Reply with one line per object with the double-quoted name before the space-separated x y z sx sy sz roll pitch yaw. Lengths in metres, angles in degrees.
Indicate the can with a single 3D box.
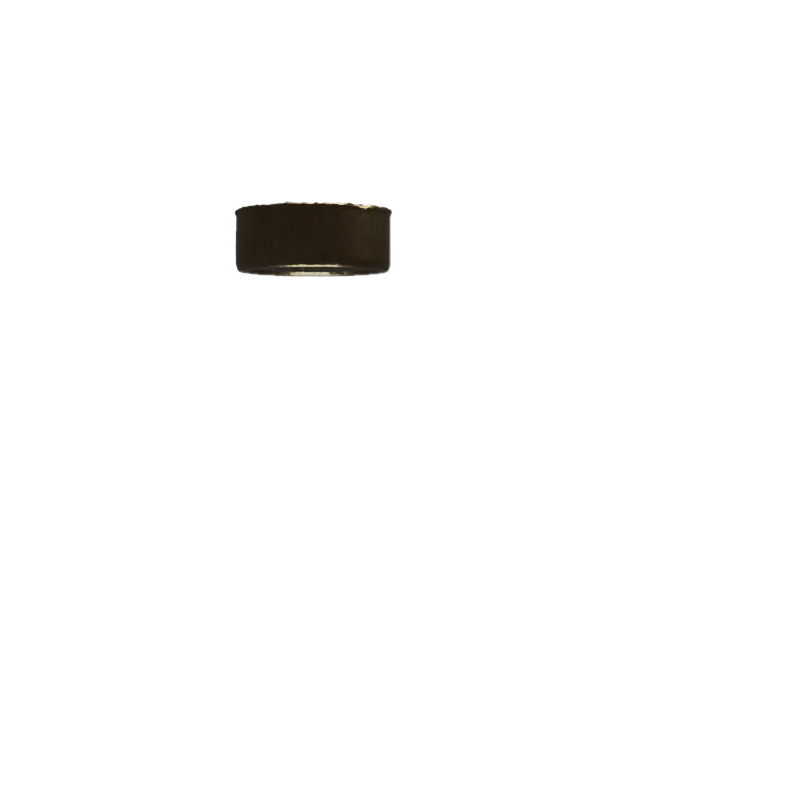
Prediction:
"can" -0.047 -0.086 0.605 0.086 0.034 0.086 0 2 -2
